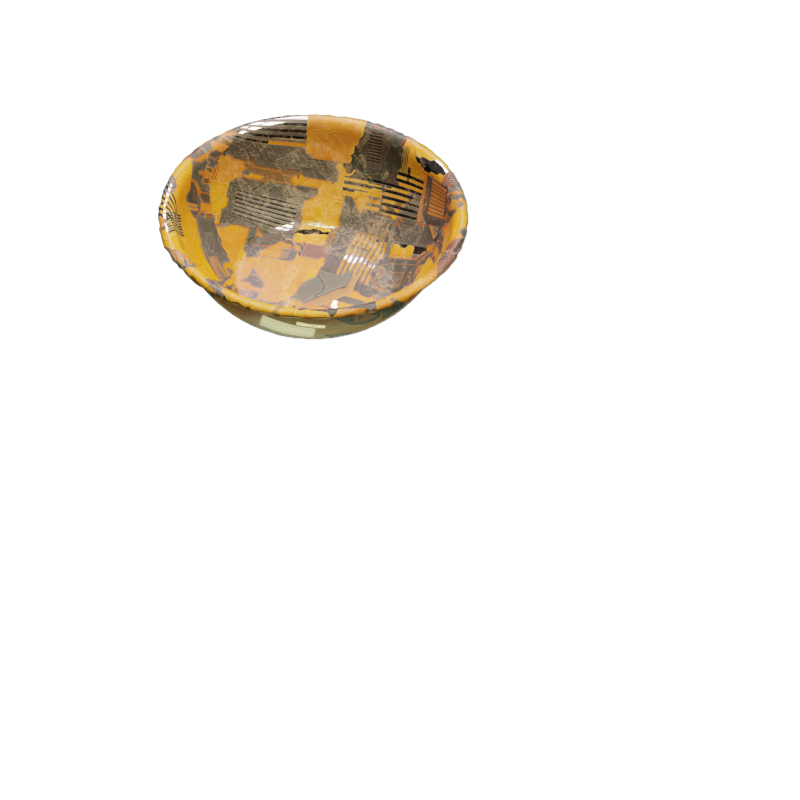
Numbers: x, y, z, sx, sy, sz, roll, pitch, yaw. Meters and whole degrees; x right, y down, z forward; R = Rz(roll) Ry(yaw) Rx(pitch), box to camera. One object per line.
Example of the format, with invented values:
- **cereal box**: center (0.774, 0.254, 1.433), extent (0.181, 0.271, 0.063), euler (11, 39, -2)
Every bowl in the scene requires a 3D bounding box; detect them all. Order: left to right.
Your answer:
- **bowl**: center (-0.047, -0.085, 0.594), extent (0.162, 0.174, 0.051), euler (-1, -44, -1)
